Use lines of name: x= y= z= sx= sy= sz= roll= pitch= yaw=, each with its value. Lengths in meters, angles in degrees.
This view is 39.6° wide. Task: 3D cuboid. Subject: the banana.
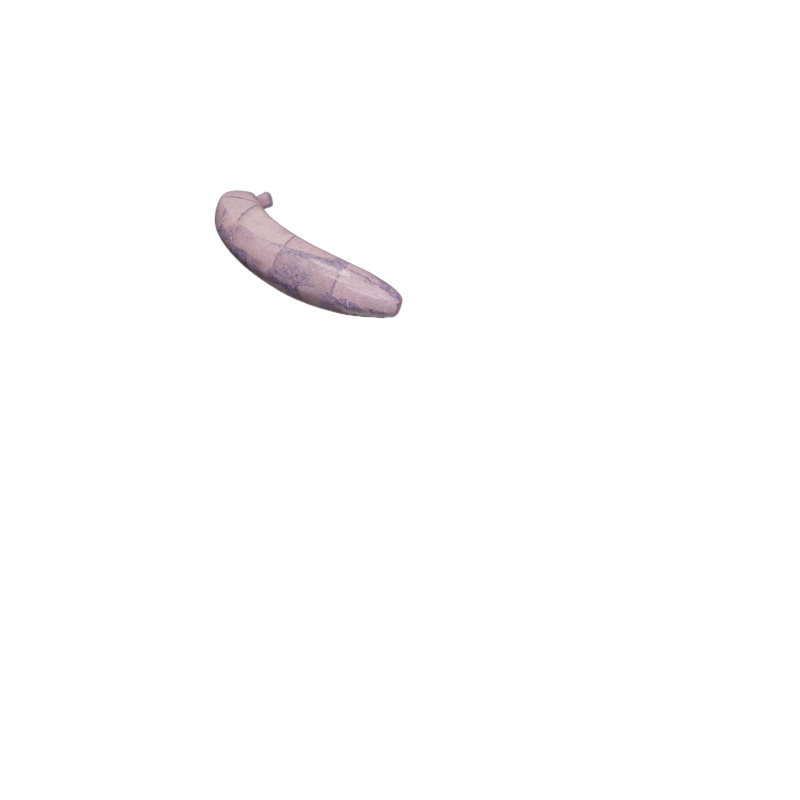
banana: x=-0.076 y=-0.103 z=0.741 sx=0.068 sy=0.034 sz=0.213 roll=-16 pitch=37 yaw=-25
